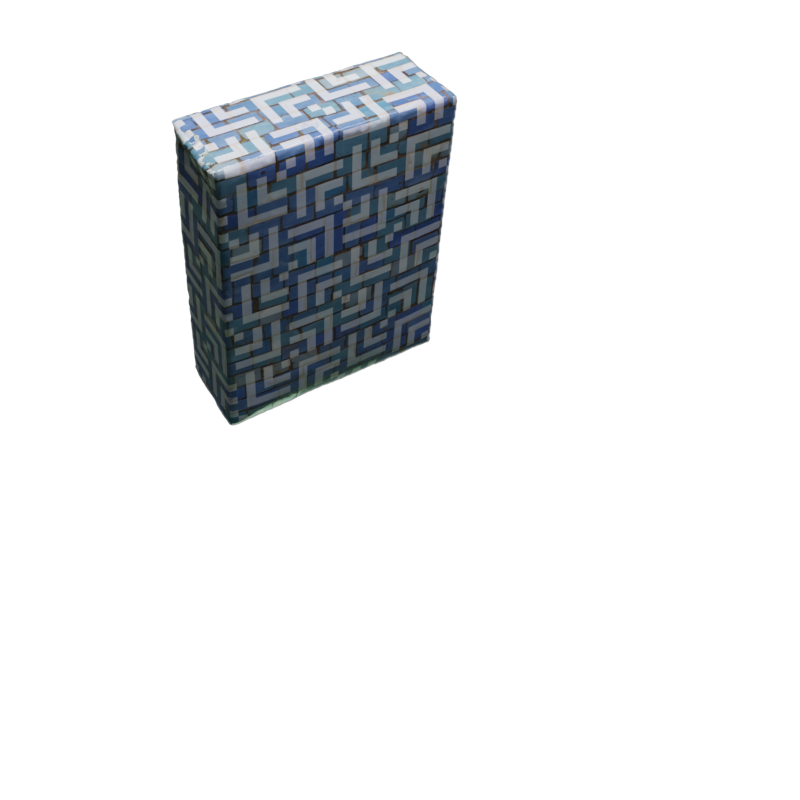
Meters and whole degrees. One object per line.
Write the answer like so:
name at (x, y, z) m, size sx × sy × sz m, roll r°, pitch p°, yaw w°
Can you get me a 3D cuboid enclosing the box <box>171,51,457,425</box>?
box at (-0.057, -0.103, 0.722) m, size 0.163 × 0.199 × 0.078 m, roll -22°, pitch 50°, yaw -24°
